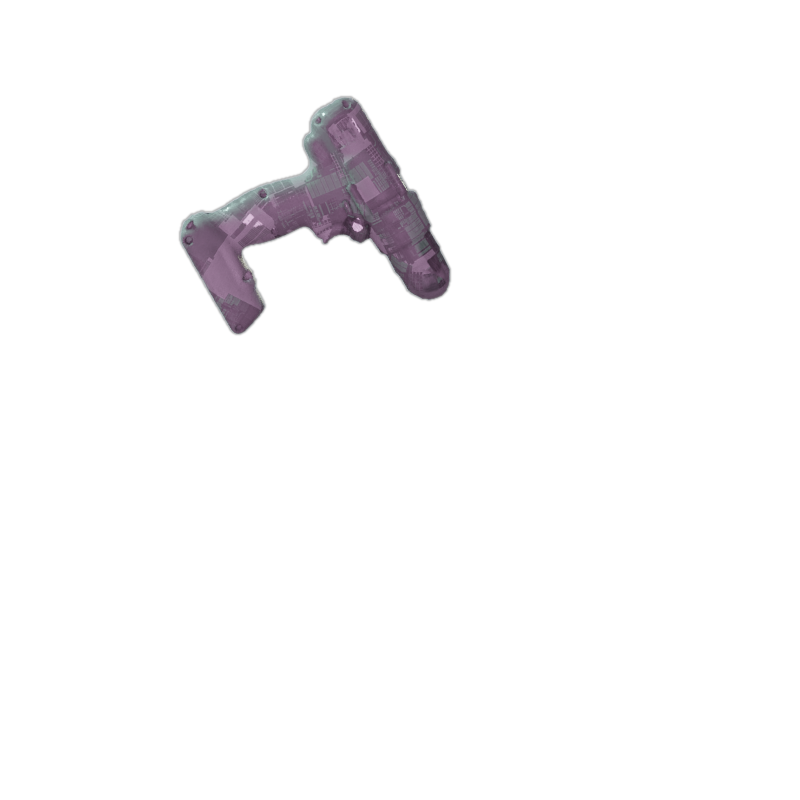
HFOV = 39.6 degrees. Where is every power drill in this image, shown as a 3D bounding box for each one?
[{"bbox_3d":[-0.072,-0.131,0.918,0.187,0.181,0.058,-29,7,3],"label":"power drill"}]
